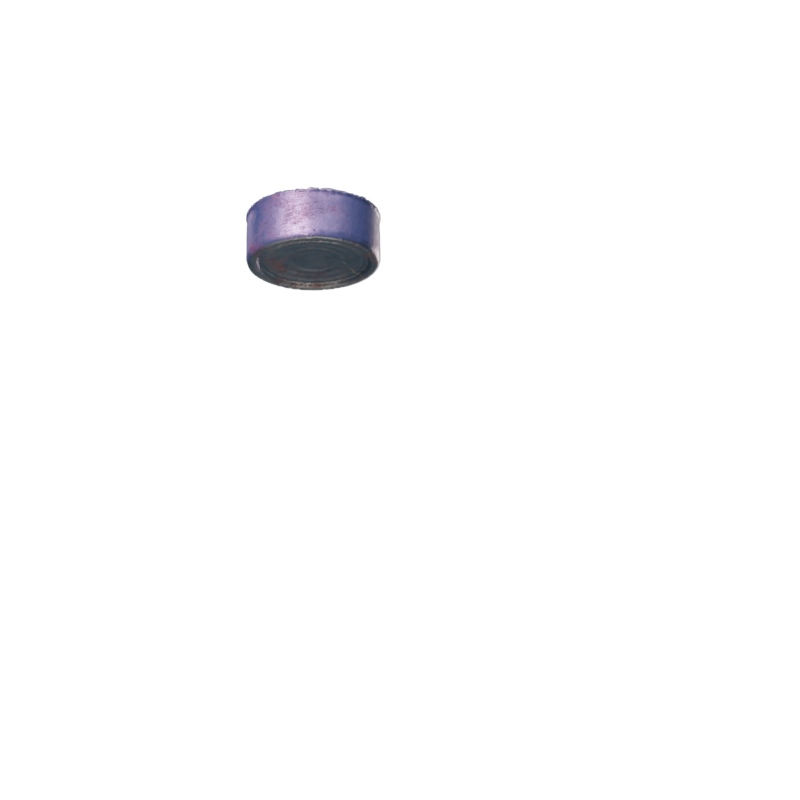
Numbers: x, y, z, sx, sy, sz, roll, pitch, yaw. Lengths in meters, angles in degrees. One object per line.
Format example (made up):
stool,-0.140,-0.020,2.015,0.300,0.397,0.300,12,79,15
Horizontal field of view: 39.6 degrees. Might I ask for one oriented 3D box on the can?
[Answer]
can,-0.055,-0.100,0.700,0.086,0.035,0.082,0,-19,-2
